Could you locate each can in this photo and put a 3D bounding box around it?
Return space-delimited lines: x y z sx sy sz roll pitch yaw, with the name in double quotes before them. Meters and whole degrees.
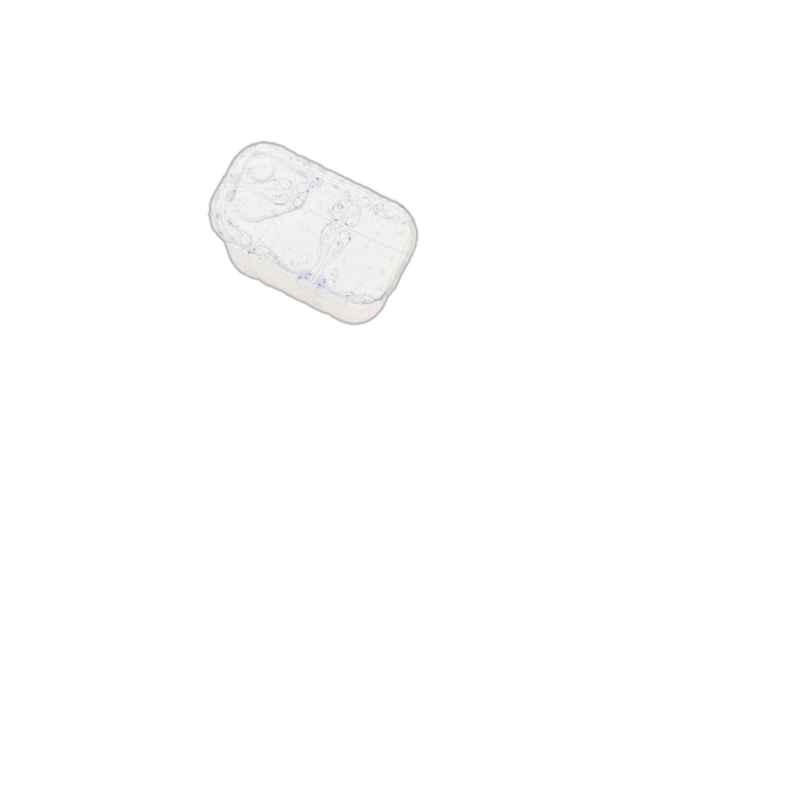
"can" -0.046 -0.084 0.590 0.103 0.058 0.082 27 -8 3
